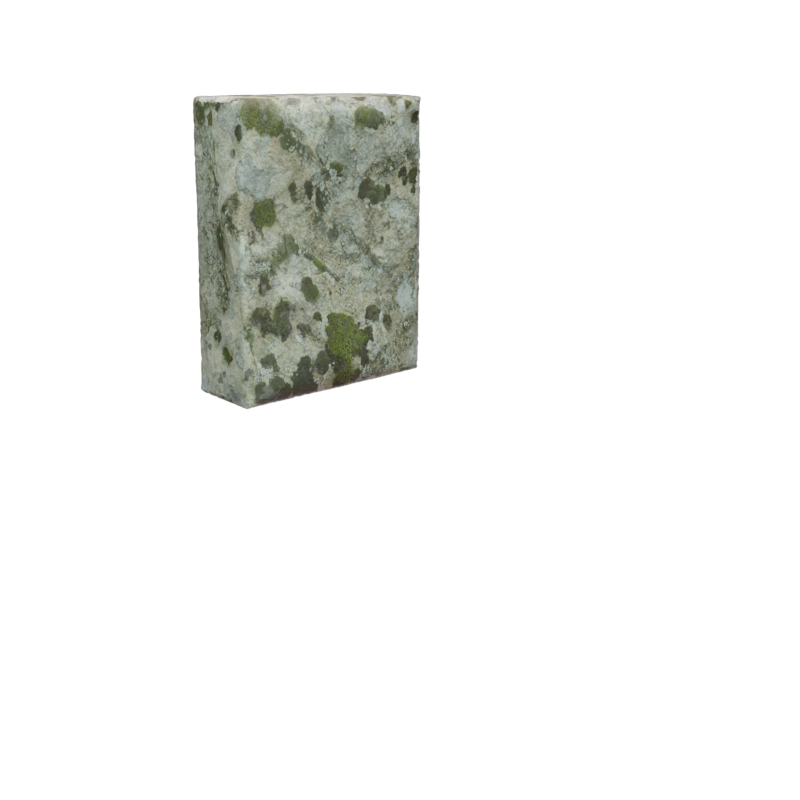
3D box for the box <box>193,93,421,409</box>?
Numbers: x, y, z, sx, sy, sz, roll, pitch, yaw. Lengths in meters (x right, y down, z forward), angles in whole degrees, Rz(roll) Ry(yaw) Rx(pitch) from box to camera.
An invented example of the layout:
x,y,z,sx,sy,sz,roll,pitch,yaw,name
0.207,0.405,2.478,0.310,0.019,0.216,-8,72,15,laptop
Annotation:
x,y,z,sx,sy,sz,roll,pitch,yaw,name
-0.064,-0.116,0.811,0.160,0.209,0.076,-9,14,-38,box
